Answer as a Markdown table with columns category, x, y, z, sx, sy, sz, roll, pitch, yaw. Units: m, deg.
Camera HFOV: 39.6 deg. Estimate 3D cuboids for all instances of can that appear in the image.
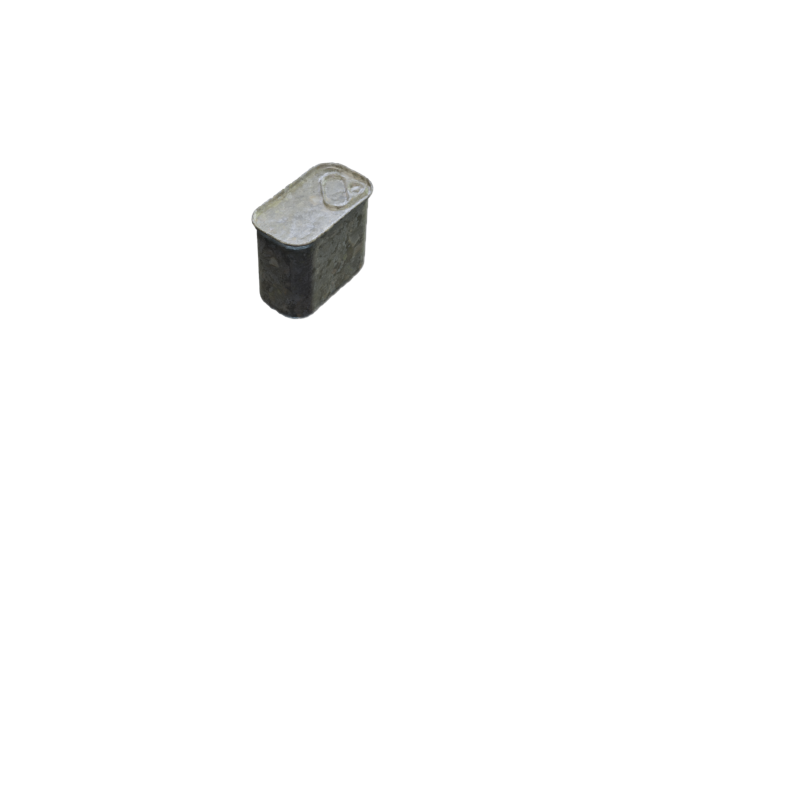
| category | x | y | z | sx | sy | sz | roll | pitch | yaw |
| --- | --- | --- | --- | --- | --- | --- | --- | --- | --- |
| can | -0.069 | -0.126 | 0.879 | 0.061 | 0.078 | 0.104 | 29 | 52 | 23 |
